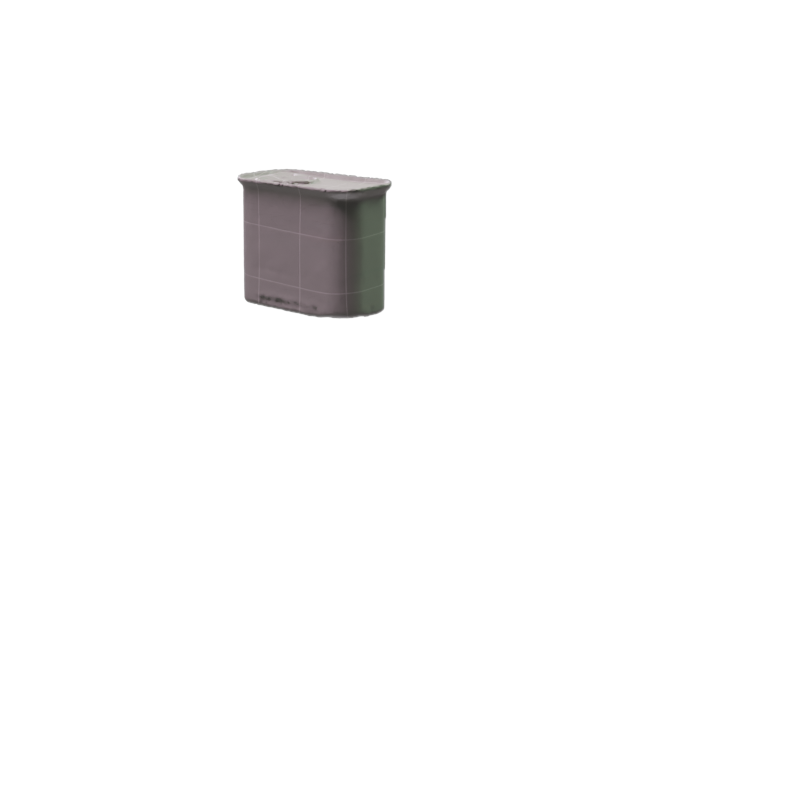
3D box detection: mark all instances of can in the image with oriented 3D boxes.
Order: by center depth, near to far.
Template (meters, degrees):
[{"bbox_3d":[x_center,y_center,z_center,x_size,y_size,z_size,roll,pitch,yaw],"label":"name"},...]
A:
[{"bbox_3d":[-0.056,-0.103,0.718,0.107,0.081,0.056,13,19,37],"label":"can"}]
